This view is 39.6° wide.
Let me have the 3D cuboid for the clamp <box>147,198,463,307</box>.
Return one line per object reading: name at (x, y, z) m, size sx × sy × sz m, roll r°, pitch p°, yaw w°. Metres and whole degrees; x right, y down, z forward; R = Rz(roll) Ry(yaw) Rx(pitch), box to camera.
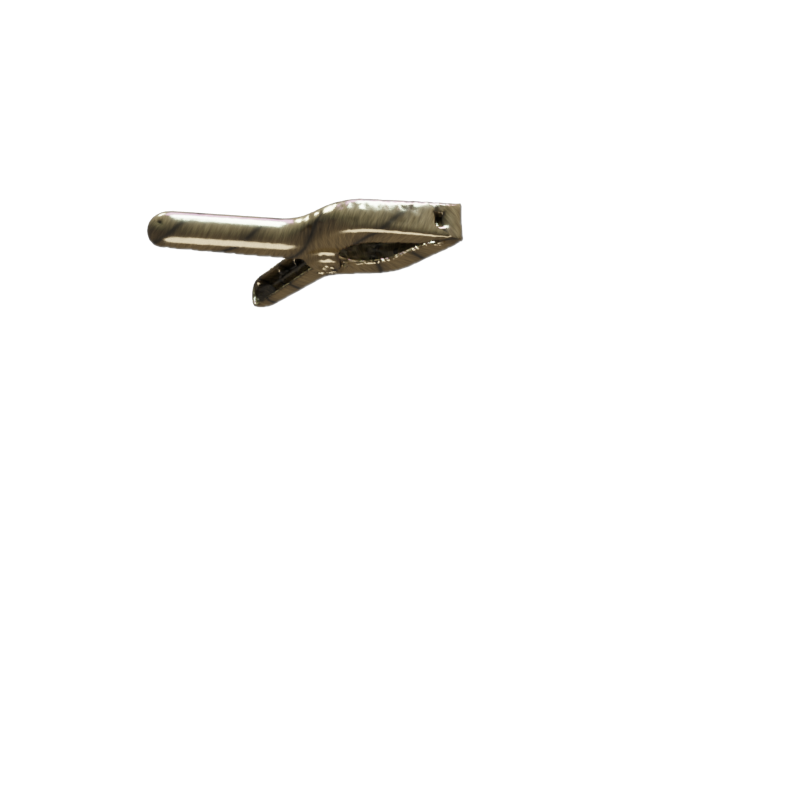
clamp at (-0.061, -0.112, 0.784) m, size 0.214 × 0.038 × 0.154 m, roll -8°, pitch -16°, yaw 29°
